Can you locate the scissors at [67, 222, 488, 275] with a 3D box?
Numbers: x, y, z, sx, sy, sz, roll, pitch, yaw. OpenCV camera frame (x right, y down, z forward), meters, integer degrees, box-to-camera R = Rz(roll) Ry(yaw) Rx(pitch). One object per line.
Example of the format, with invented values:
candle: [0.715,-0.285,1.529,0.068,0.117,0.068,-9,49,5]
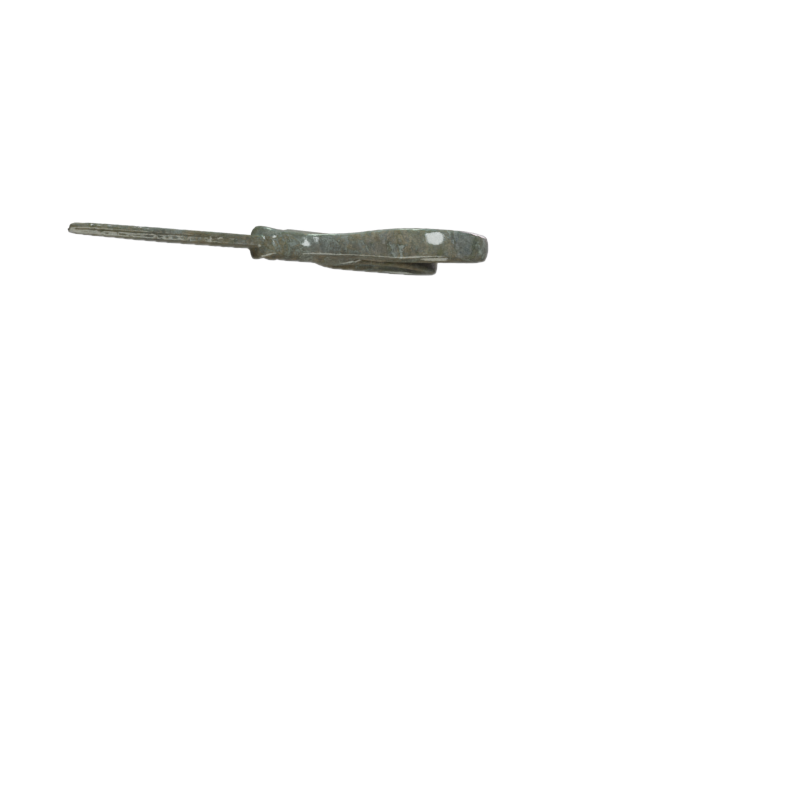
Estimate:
scissors: [-0.040,-0.072,0.505,0.099,0.016,0.193,0,1,42]
